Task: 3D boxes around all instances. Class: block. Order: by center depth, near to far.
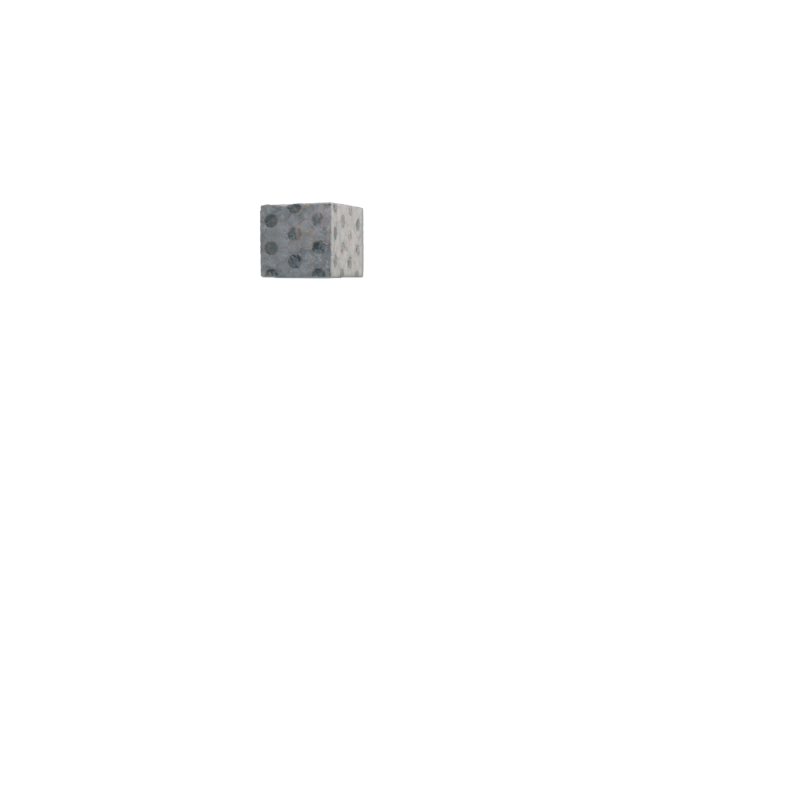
[{"bbox_3d":[-0.061,-0.112,0.782,0.054,0.051,0.077,1,4,16],"label":"block"}]
